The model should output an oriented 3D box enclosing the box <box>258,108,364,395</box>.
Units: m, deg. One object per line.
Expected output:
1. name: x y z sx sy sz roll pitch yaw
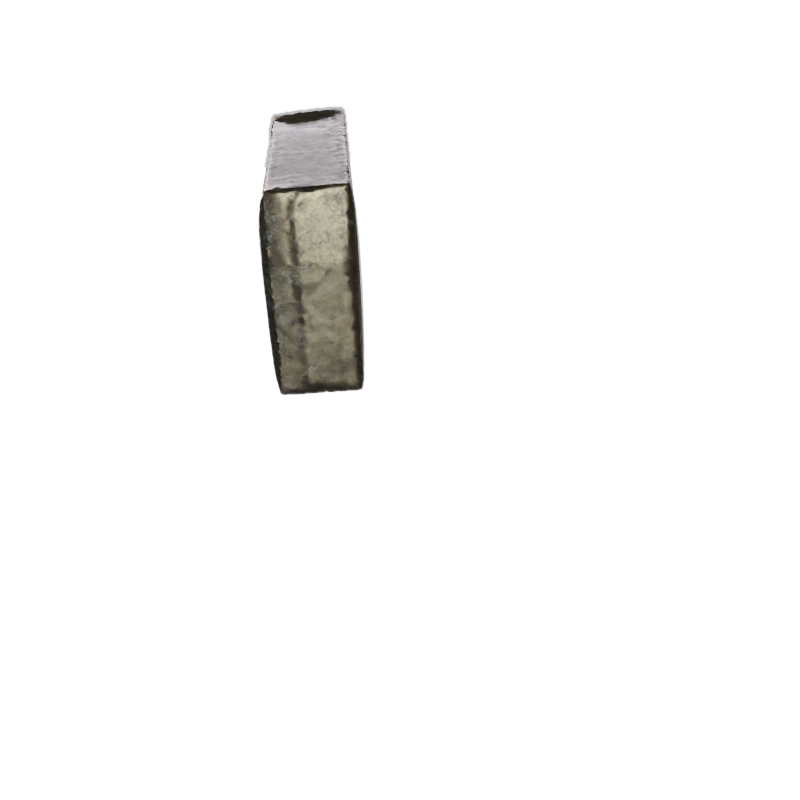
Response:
1. box: -0.070 -0.127 0.891 0.072 0.156 0.226 -4 26 -2
